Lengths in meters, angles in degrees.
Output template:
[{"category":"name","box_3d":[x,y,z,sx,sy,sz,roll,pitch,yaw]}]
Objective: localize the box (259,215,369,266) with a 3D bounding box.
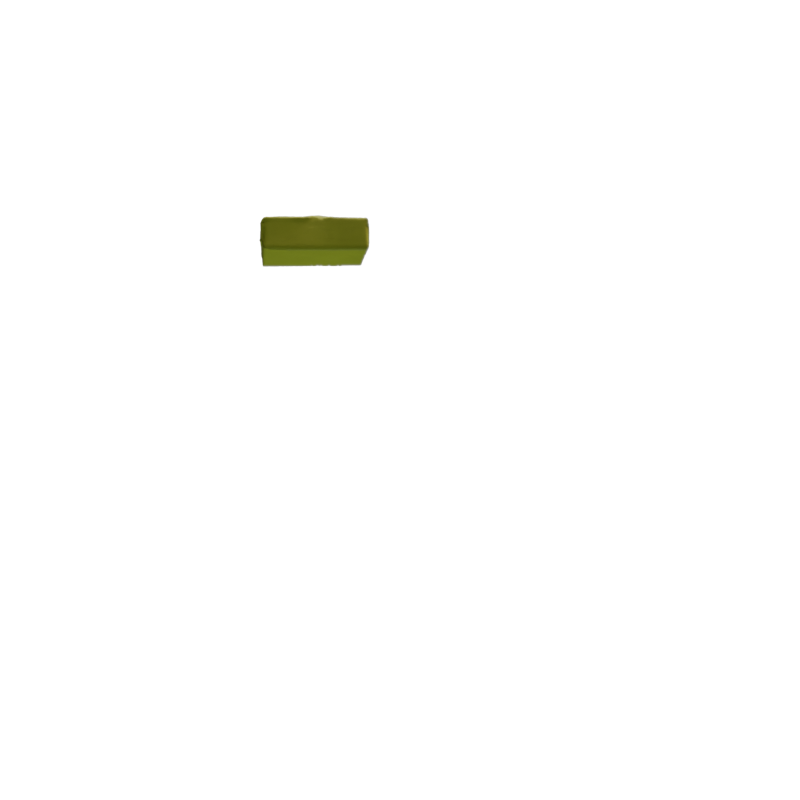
[{"category":"box","box_3d":[-0.073,-0.133,0.933,0.089,0.031,0.072,0,-5,-4]}]
